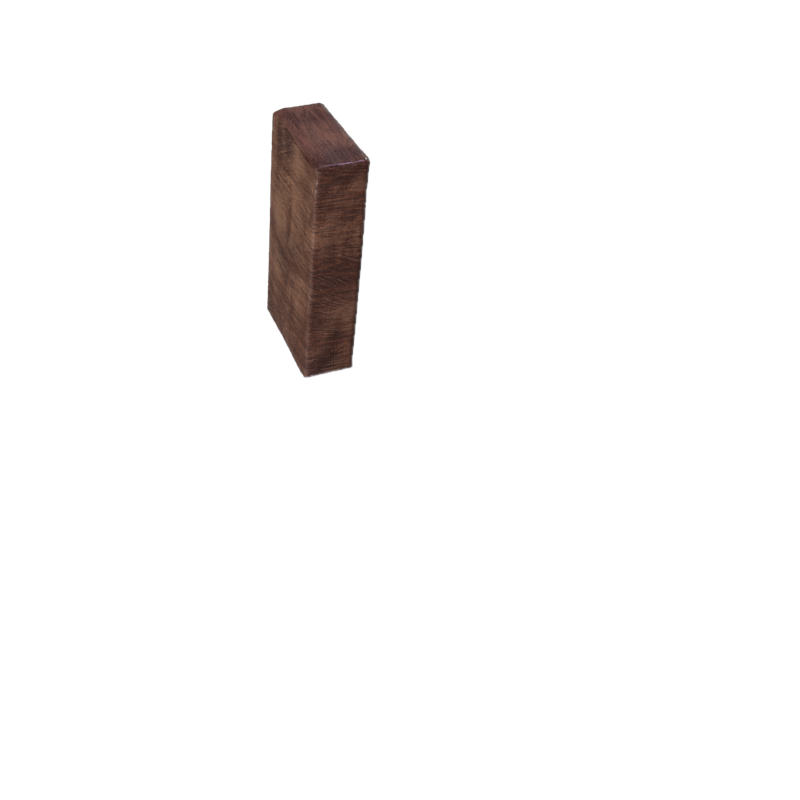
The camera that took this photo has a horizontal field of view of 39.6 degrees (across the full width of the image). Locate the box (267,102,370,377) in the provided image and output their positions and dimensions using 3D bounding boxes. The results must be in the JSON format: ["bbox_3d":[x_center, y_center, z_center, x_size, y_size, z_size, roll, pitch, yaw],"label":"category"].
[{"bbox_3d":[-0.063,-0.114,0.795,0.047,0.165,0.101,-12,39,-19],"label":"box"}]
